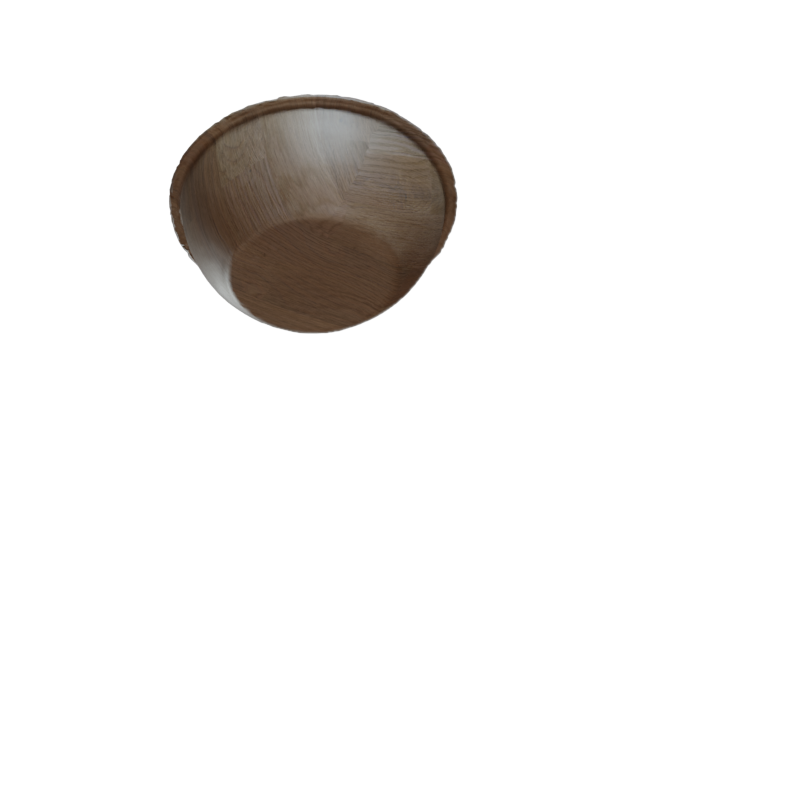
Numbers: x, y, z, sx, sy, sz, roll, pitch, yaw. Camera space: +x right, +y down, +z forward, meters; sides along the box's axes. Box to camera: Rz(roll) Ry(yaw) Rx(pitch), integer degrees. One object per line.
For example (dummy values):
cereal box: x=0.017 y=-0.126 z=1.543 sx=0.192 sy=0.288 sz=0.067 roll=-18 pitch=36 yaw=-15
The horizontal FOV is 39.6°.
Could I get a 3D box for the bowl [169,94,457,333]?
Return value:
bowl: x=-0.047 y=-0.086 z=0.603 sx=0.162 sy=0.059 sz=0.151 roll=1 pitch=-41 yaw=-1
